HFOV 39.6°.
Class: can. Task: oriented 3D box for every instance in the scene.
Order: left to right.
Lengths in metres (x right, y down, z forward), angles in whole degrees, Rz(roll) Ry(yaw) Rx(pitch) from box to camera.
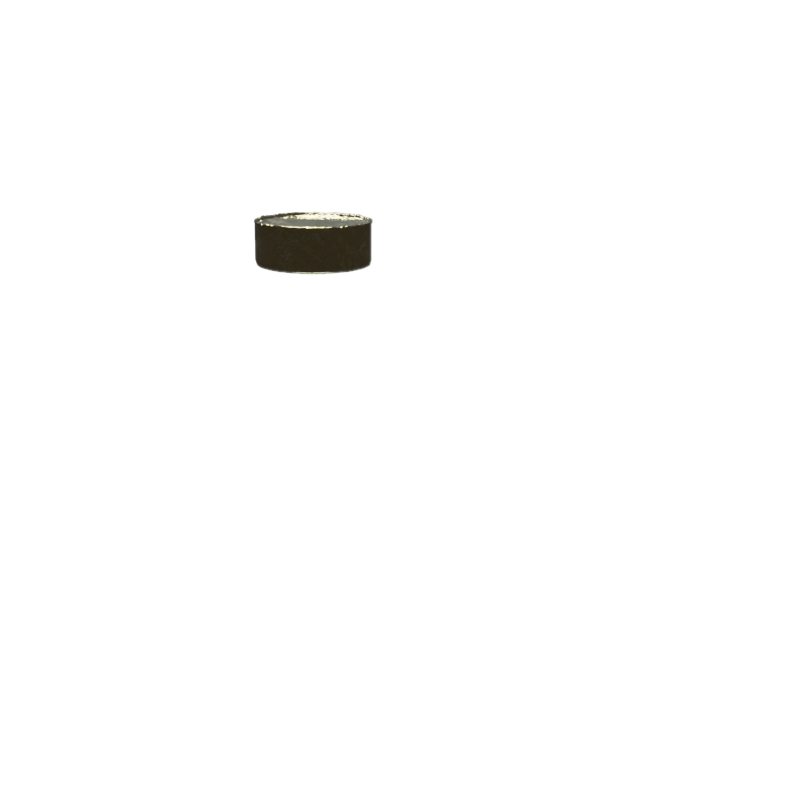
[{"bbox_3d":[-0.063,-0.115,0.802,0.086,0.033,0.089,0,15,-2],"label":"can"}]
